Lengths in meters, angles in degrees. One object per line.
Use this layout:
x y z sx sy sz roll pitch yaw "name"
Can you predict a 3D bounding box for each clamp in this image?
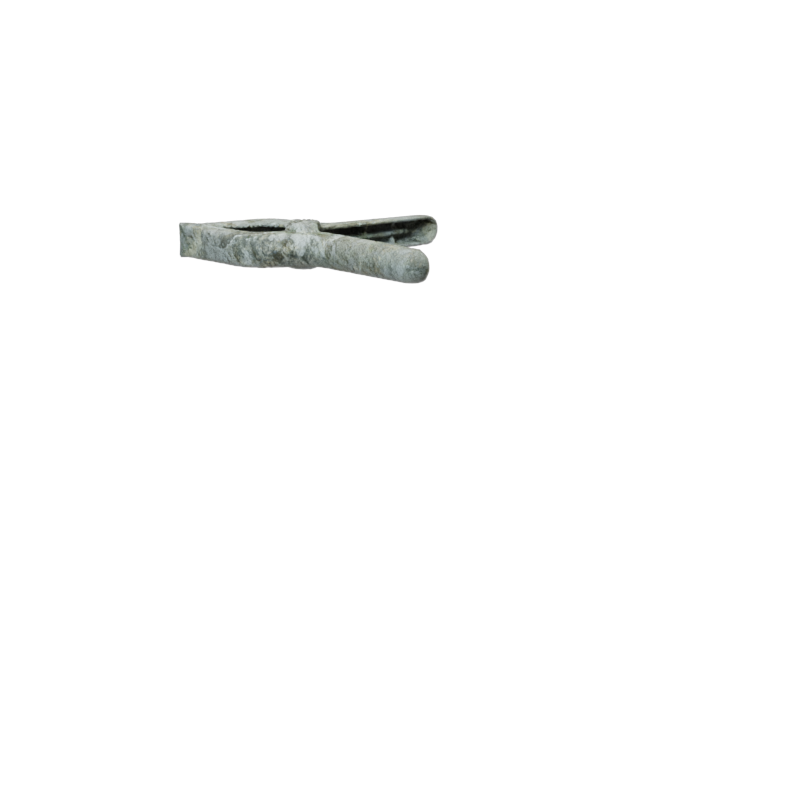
-0.069 -0.126 0.879 0.214 0.035 0.167 4 18 13 "clamp"
